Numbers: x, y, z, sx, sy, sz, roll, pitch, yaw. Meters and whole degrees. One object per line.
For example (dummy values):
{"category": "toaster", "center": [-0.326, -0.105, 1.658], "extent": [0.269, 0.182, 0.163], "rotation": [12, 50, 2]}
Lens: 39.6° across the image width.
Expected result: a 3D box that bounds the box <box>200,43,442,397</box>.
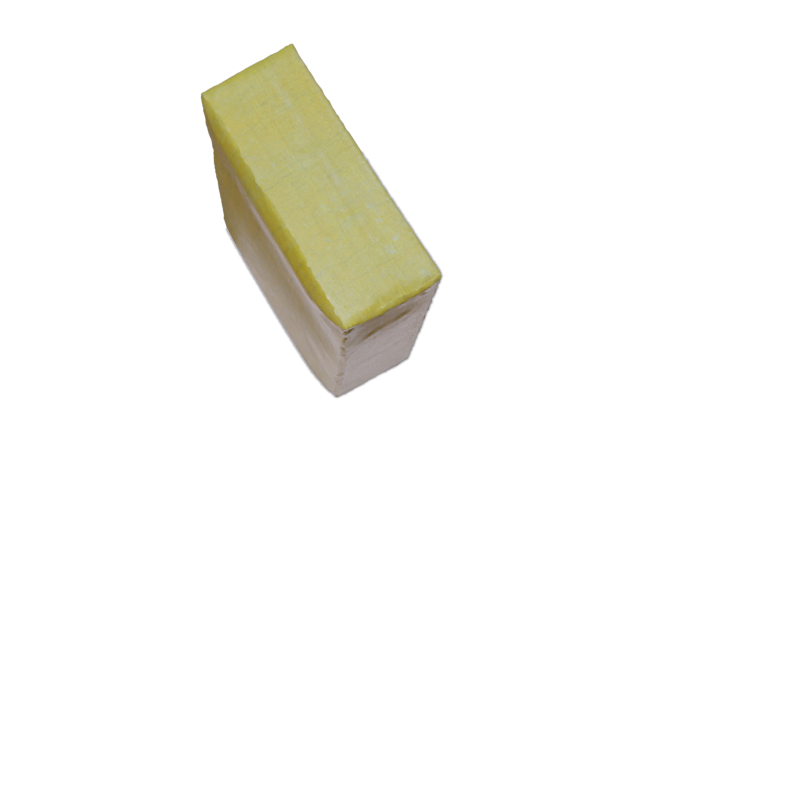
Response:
{"category": "box", "center": [-0.055, -0.101, 0.707], "extent": [0.072, 0.170, 0.207], "rotation": [-30, -10, -9]}
